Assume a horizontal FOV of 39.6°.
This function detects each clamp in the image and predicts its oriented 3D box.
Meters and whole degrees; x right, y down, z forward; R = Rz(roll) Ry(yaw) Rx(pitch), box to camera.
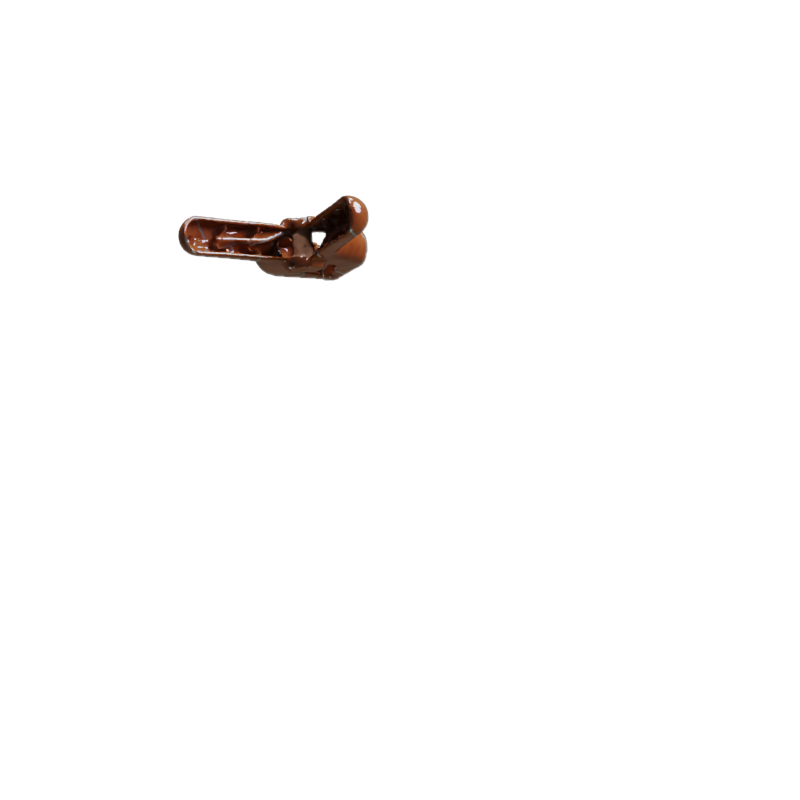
[{"bbox_3d":[-0.058,-0.106,0.745,0.123,0.039,0.166,0,1,21],"label":"clamp"}]
